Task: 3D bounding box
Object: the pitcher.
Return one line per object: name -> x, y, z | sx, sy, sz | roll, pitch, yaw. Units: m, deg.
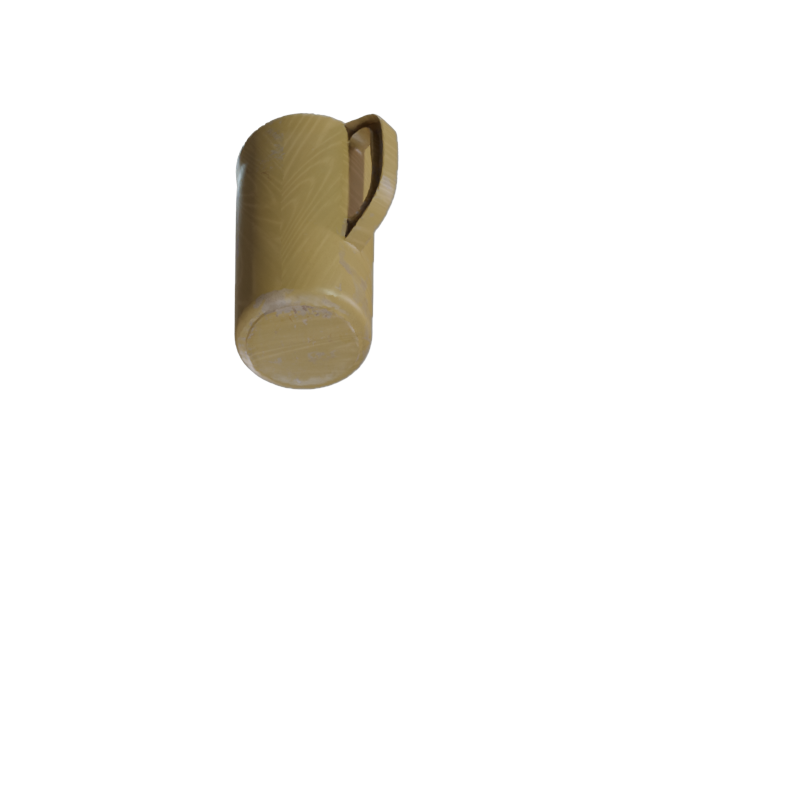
pitcher -> -0.074, -0.135, 0.944 | 0.144, 0.139, 0.261 | 0, 42, -3
